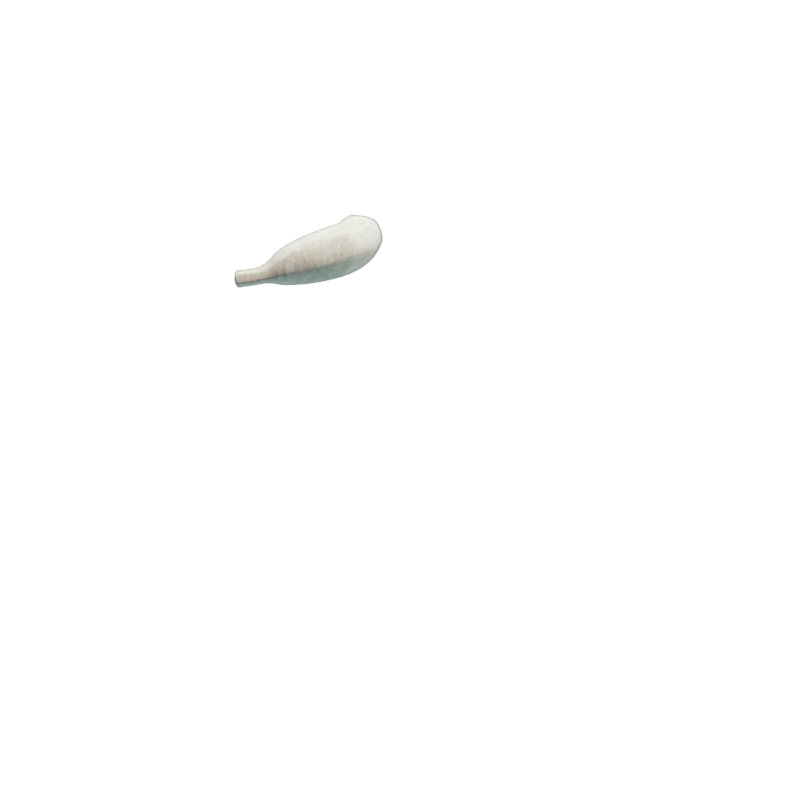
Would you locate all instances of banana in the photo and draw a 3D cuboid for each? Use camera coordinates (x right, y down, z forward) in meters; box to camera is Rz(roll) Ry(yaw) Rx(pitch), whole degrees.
[{"bbox_3d":[-0.051,-0.118,0.843,0.072,0.036,0.198,6,18,21],"label":"banana"}]
